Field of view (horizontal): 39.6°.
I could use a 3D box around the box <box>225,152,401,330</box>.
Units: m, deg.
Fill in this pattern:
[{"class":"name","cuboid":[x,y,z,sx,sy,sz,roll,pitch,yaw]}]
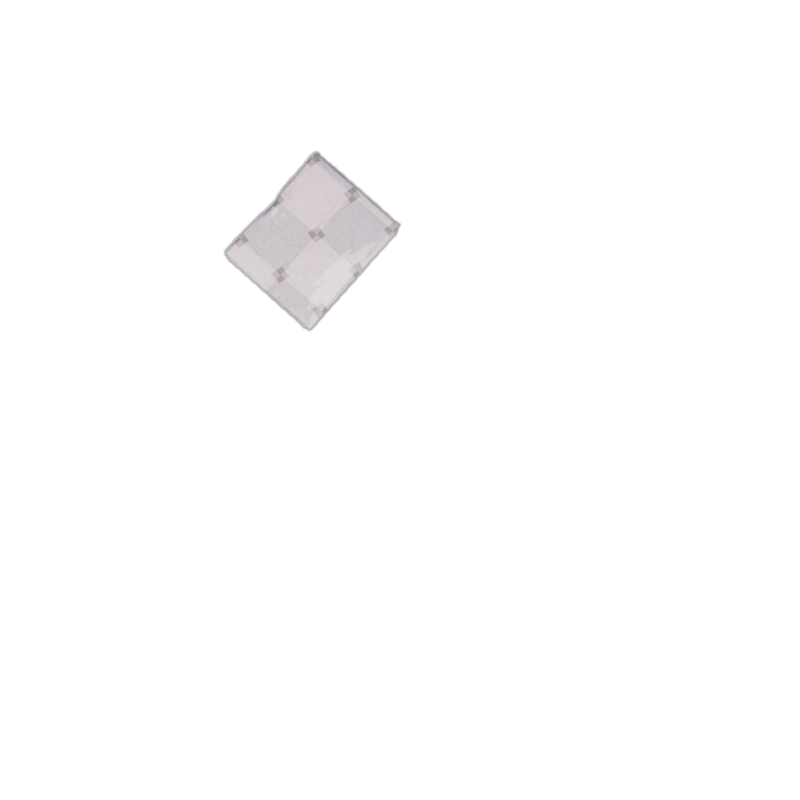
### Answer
[{"class":"box","cuboid":[-0.055,-0.101,0.708,0.074,0.090,0.030,41,-6,4]}]
